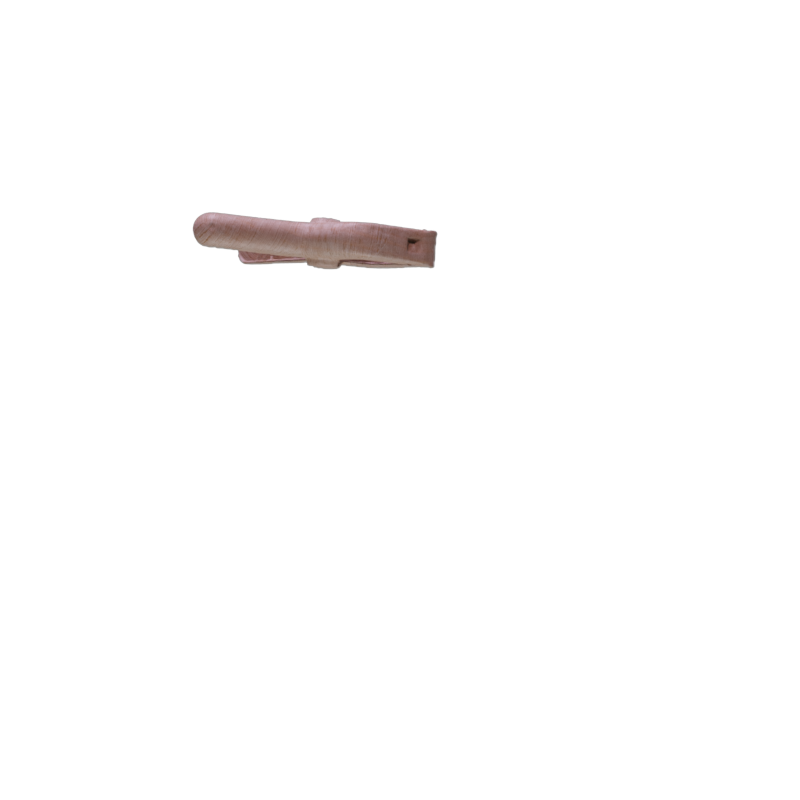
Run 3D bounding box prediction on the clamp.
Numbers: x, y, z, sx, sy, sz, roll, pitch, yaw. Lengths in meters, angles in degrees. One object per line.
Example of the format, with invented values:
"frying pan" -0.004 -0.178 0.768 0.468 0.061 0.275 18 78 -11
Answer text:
"clamp" -0.063 -0.115 0.806 0.176 0.039 0.117 2 5 20
